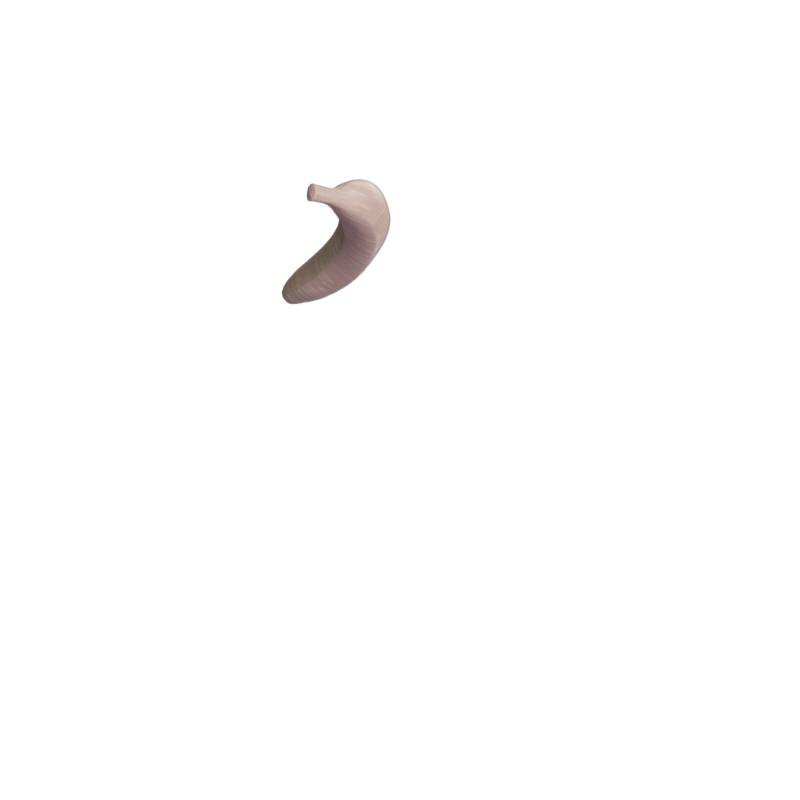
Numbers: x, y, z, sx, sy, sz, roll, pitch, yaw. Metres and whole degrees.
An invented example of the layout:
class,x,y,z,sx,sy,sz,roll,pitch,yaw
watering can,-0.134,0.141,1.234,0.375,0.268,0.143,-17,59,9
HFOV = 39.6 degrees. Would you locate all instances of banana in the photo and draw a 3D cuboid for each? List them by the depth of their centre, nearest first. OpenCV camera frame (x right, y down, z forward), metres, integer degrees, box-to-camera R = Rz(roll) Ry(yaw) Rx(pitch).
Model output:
class,x,y,z,sx,sy,sz,roll,pitch,yaw
banana,-0.047,-0.120,0.835,0.069,0.039,0.190,3,-20,-10
